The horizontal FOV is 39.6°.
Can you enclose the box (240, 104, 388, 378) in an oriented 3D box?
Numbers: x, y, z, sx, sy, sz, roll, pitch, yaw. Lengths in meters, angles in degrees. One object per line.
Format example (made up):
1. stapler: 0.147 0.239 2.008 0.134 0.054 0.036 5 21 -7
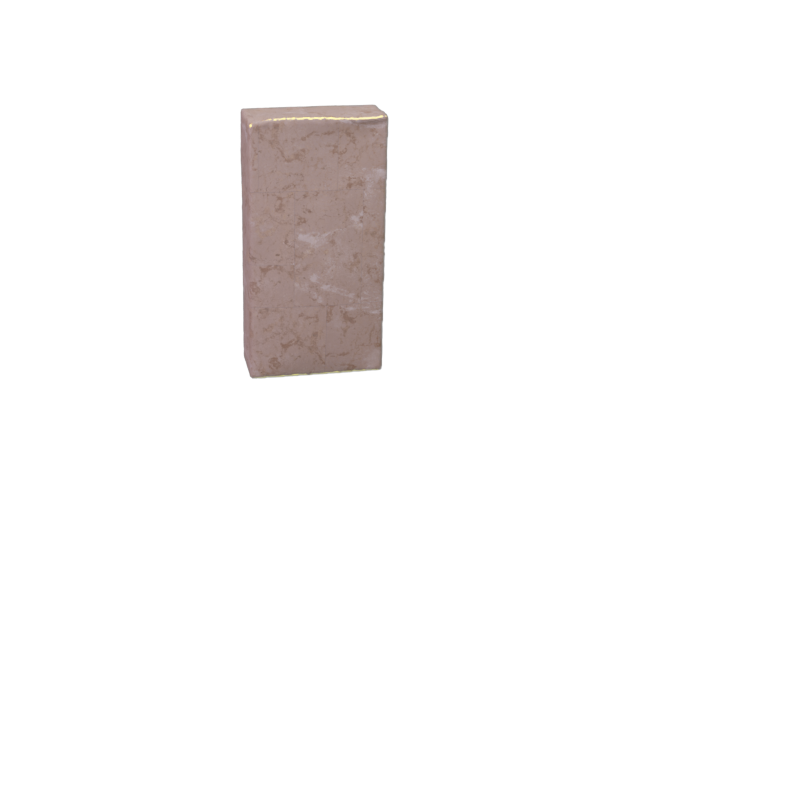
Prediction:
1. box: -0.058 -0.105 0.734 0.092 0.168 0.051 -3 22 -12
